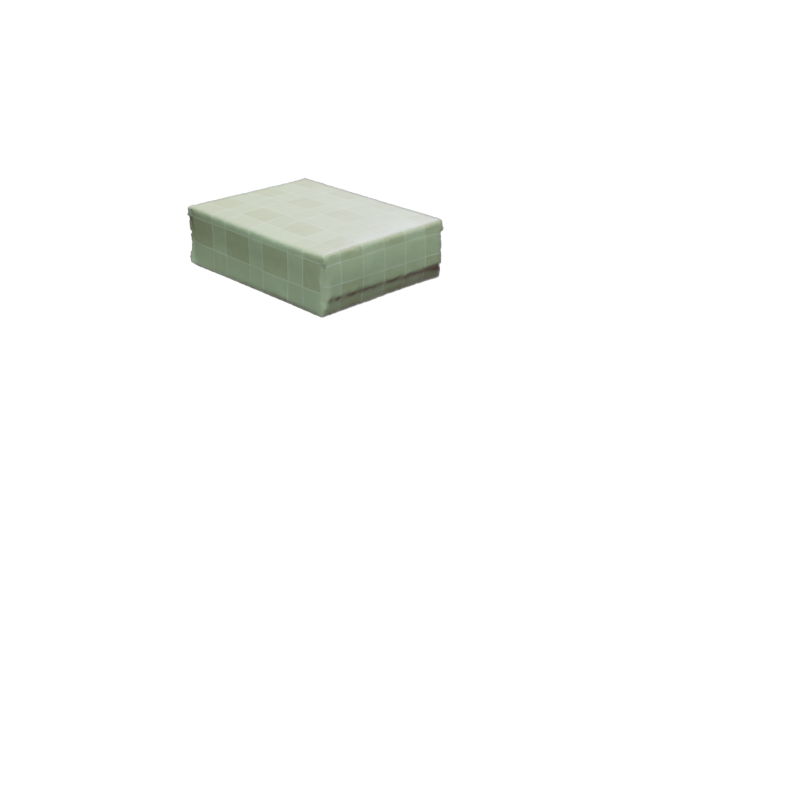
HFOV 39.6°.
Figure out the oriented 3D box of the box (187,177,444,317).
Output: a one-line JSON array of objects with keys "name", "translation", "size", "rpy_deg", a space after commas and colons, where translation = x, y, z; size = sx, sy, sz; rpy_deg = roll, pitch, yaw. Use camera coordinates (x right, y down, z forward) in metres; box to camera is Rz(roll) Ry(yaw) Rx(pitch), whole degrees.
[{"name": "box", "translation": [-0.047, -0.087, 0.606], "size": [0.088, 0.037, 0.120], "rpy_deg": [-21, 31, -41]}]
